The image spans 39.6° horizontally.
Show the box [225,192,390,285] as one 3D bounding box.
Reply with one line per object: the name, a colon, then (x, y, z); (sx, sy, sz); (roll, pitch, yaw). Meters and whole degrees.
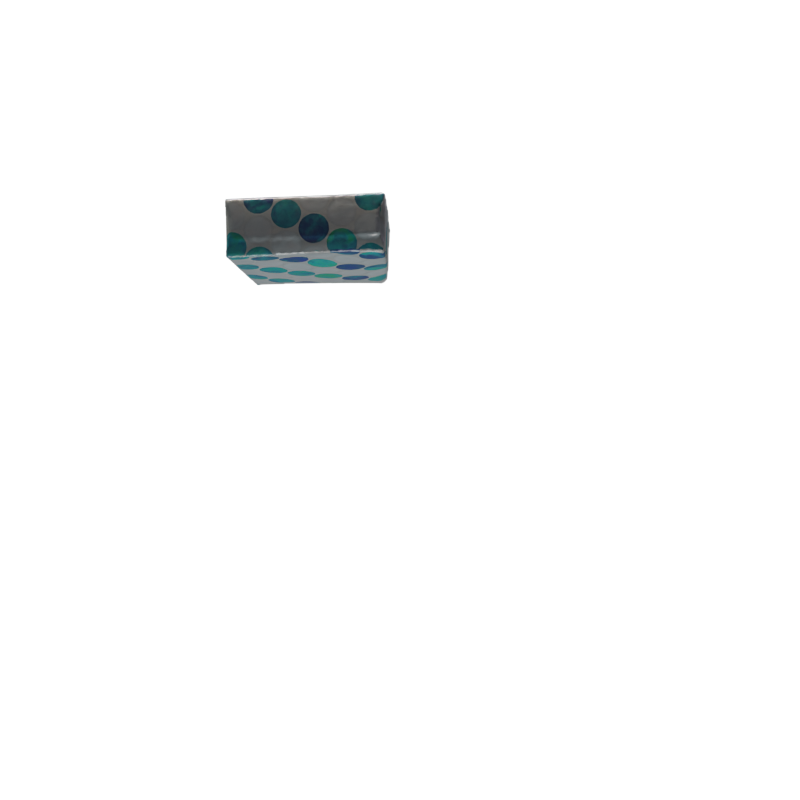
box: (-0.052, -0.095, 0.663); (0.090, 0.040, 0.111); (0, -5, 3)
